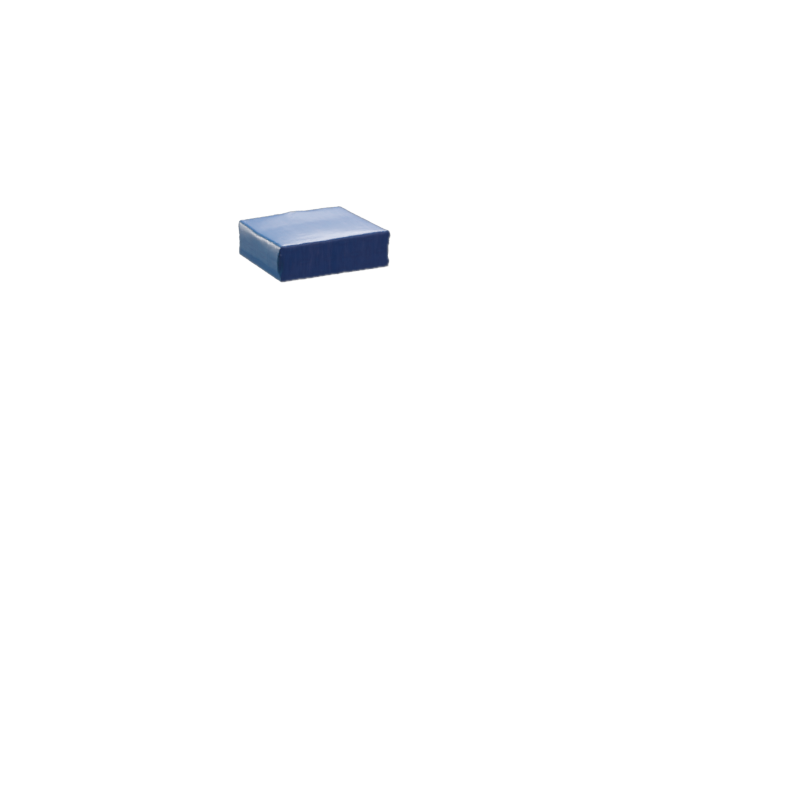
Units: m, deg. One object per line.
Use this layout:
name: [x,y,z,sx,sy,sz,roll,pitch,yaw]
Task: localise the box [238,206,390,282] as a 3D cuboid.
box: [-0.063,-0.115,0.803,0.087,0.029,0.078,-13,27,-26]
